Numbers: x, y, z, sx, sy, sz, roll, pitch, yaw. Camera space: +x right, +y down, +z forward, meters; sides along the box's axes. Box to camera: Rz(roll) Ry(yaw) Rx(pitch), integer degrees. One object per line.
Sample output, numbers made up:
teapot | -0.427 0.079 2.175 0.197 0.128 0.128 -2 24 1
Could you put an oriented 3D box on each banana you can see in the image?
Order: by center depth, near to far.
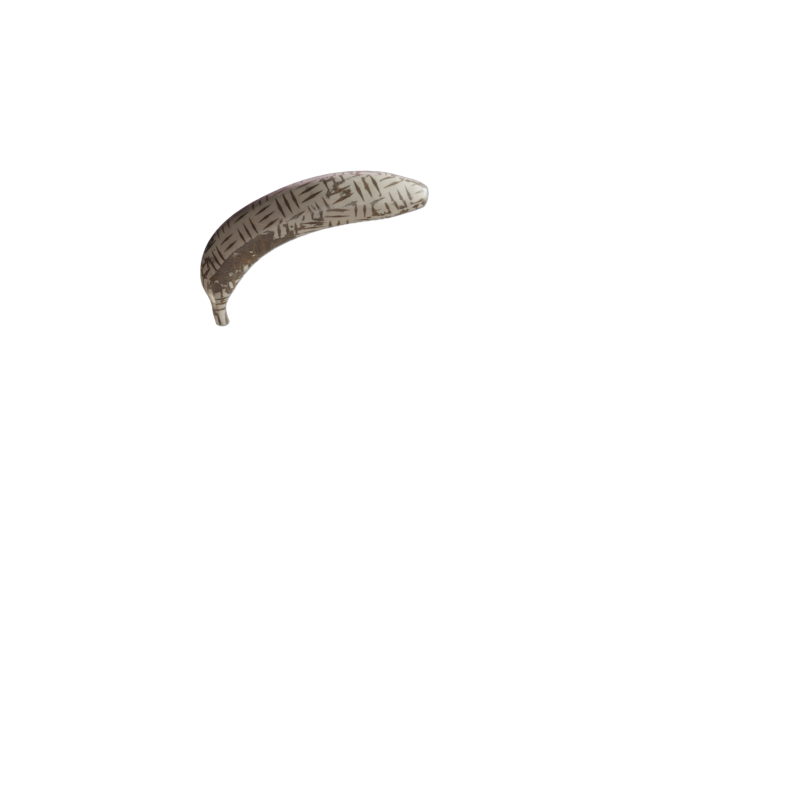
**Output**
banana | -0.077 -0.122 0.795 0.198 0.039 0.065 -26 -49 25
